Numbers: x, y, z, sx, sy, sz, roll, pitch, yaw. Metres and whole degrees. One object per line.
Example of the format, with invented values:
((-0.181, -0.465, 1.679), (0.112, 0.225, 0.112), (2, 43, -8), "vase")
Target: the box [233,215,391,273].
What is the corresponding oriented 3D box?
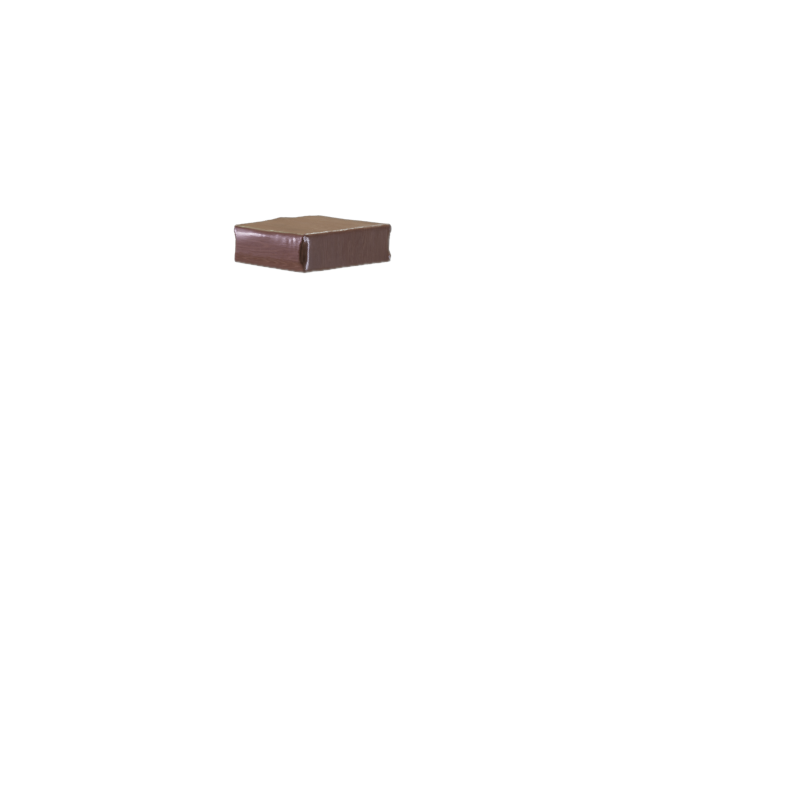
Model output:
((-0.061, -0.112, 0.786), (0.077, 0.029, 0.087), (14, 20, 42), "box")
